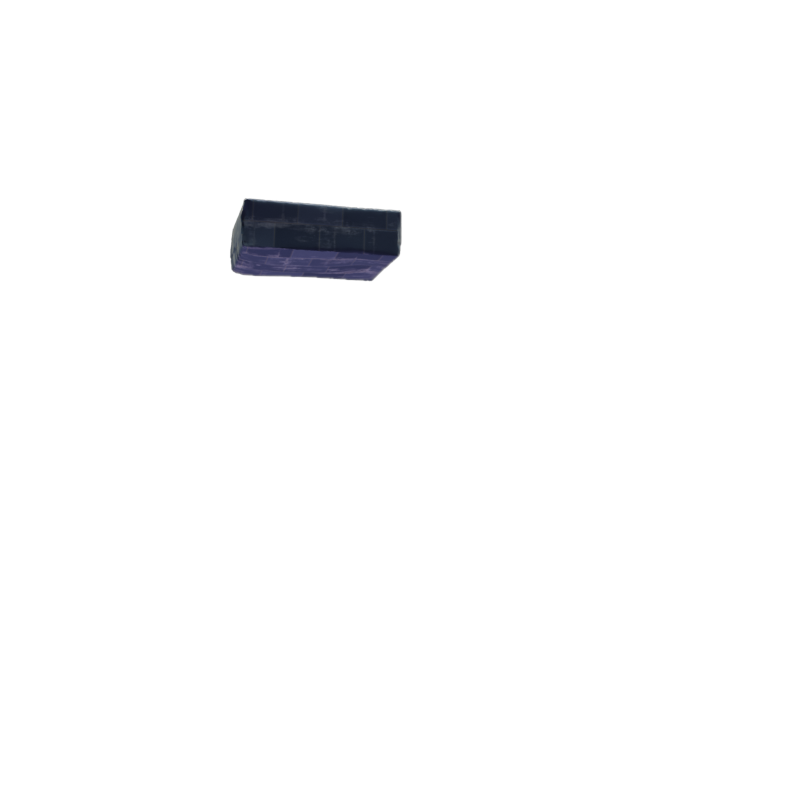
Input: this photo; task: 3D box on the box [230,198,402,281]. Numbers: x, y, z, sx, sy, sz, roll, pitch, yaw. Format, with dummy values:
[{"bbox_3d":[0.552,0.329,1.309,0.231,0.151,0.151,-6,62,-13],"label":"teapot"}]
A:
[{"bbox_3d":[-0.062,-0.114,0.797,0.112,0.040,0.089,1,-7,-11],"label":"box"}]
